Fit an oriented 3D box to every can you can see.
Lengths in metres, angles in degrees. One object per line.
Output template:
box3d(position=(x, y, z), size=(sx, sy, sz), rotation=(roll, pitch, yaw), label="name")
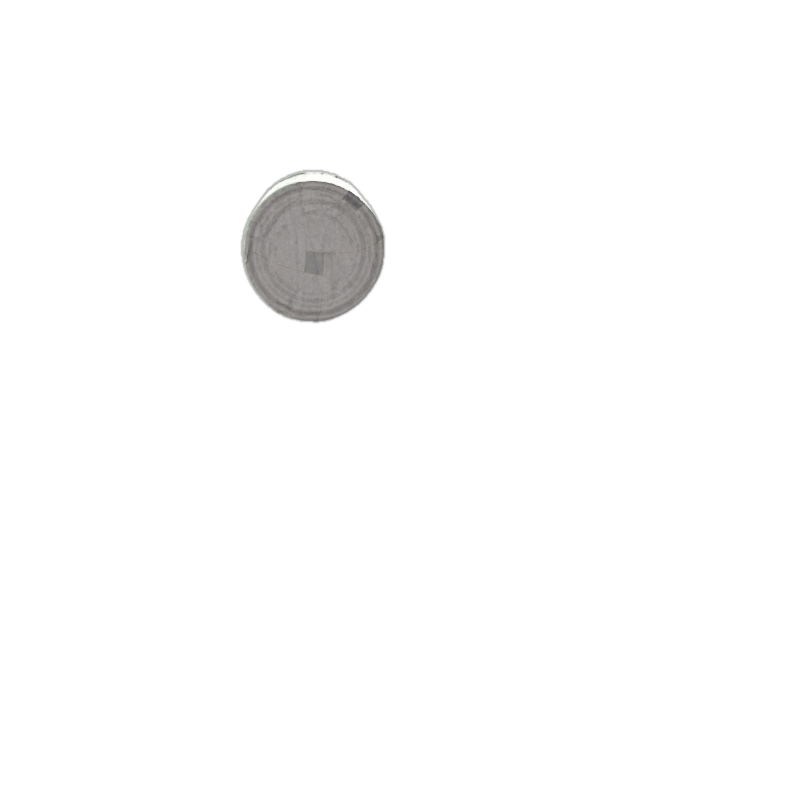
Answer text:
box3d(position=(-0.044, -0.080, 0.560), size=(0.068, 0.067, 0.105), rotation=(0, 11, -3), label="can")
